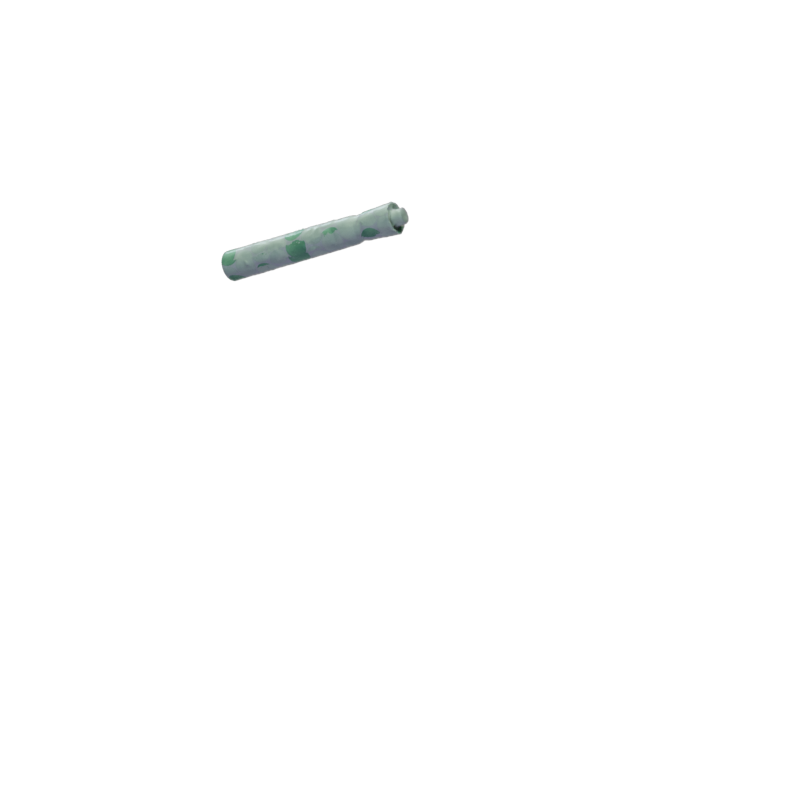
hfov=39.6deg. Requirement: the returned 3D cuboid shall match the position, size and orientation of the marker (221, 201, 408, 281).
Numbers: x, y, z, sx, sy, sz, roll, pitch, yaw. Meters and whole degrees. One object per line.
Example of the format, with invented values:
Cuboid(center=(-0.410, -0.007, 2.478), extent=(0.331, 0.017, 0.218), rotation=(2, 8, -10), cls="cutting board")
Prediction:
Cuboid(center=(-0.050, -0.091, 0.636), extent=(0.123, 0.020, 0.019), rotation=(-11, -2, 30), cls="marker")
